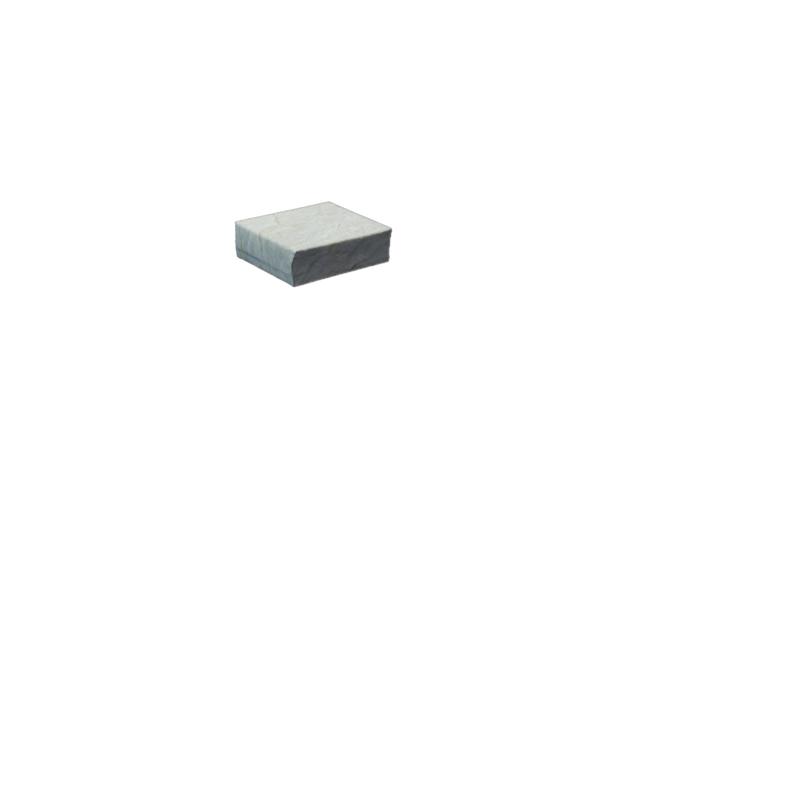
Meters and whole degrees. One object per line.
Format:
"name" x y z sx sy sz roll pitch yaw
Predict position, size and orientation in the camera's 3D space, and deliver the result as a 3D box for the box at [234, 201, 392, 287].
"box" -0.078 -0.142 0.992 0.112 0.037 0.096 -21 34 -36
